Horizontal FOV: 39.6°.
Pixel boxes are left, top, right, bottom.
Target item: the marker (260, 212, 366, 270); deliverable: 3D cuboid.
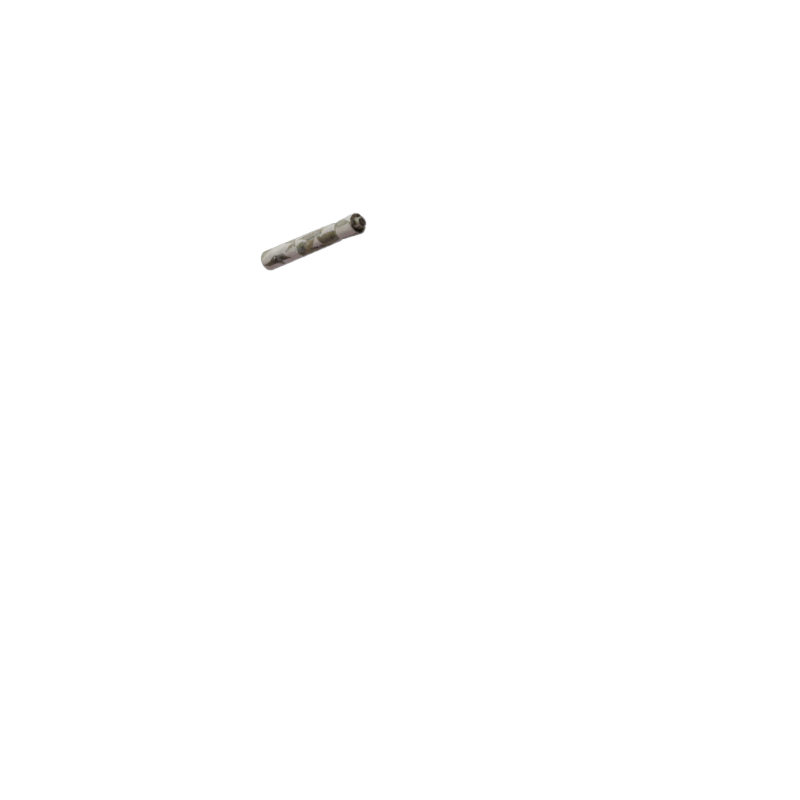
[{"bbox_3d":[-0.075,-0.138,0.965,0.123,0.020,0.019,-15,-7,42],"label":"marker"}]
